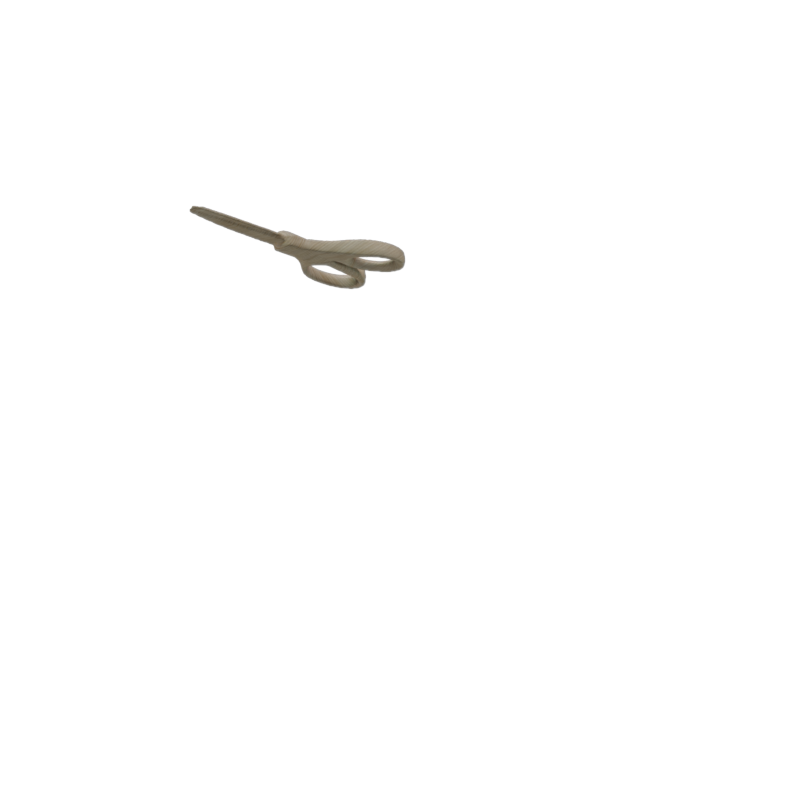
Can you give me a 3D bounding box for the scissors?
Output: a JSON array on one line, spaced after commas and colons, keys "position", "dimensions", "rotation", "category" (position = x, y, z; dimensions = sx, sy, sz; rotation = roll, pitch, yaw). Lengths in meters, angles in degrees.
[{"position": [-0.067, -0.123, 0.862], "dimensions": [0.098, 0.016, 0.189], "rotation": [-7, -15, 26], "category": "scissors"}]
